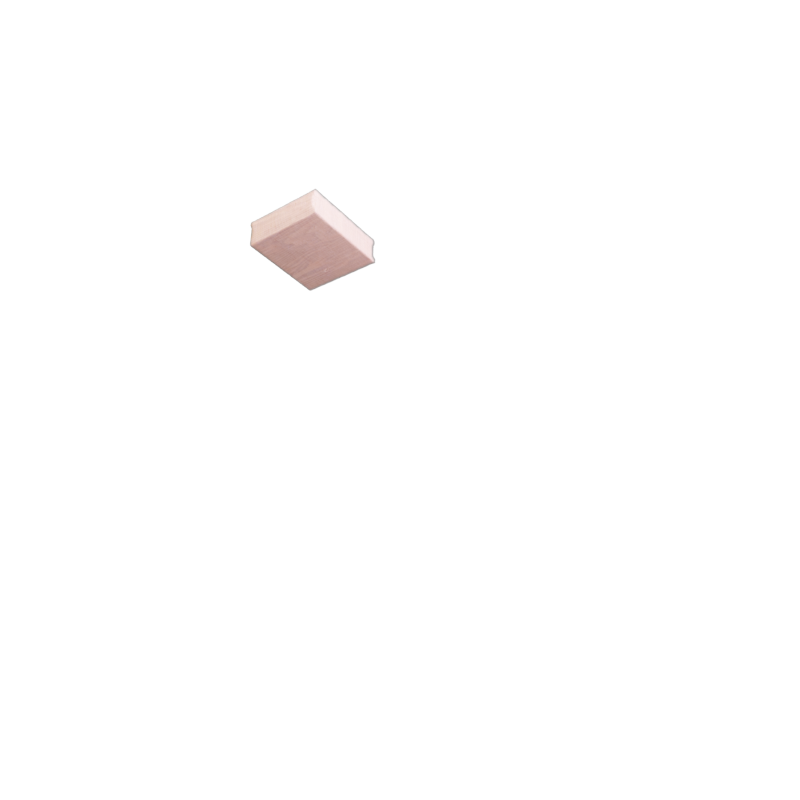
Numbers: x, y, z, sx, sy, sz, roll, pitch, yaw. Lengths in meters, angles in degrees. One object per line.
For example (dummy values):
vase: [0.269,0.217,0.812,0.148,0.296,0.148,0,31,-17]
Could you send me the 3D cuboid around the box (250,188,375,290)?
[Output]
box: [-0.076,-0.139,0.973,0.073,0.032,0.083,-23,-40,30]
